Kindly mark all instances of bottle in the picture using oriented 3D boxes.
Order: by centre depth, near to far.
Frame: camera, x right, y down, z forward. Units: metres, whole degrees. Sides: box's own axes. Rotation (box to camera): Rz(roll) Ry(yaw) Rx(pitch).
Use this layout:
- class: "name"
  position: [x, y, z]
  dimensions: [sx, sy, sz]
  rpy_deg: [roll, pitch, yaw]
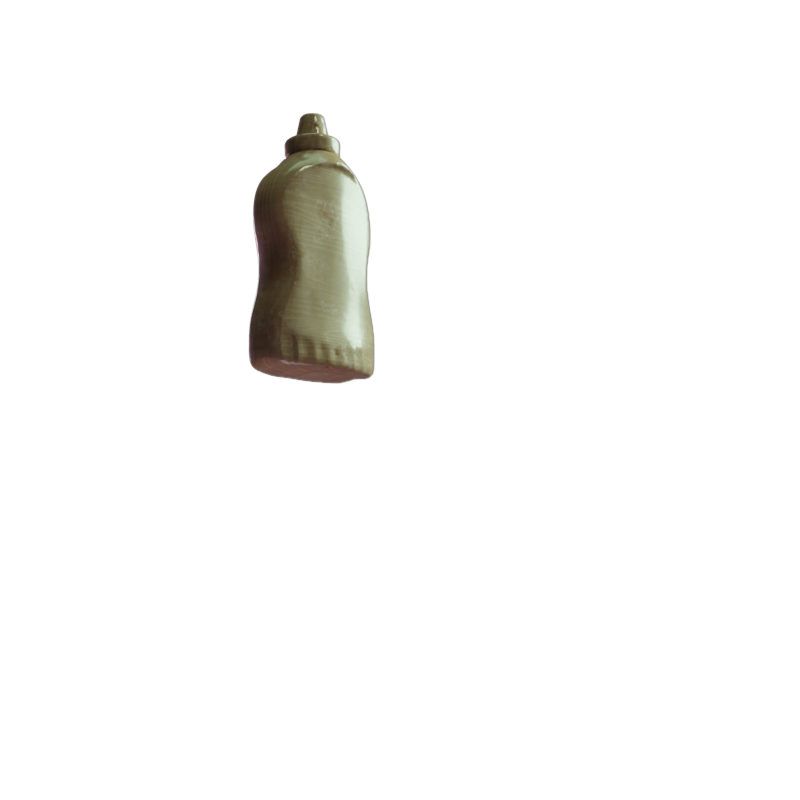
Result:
- class: "bottle"
  position: [-0.062, -0.112, 0.787]
  dimensions: [0.091, 0.199, 0.059]
  rpy_deg: [13, -20, -42]
